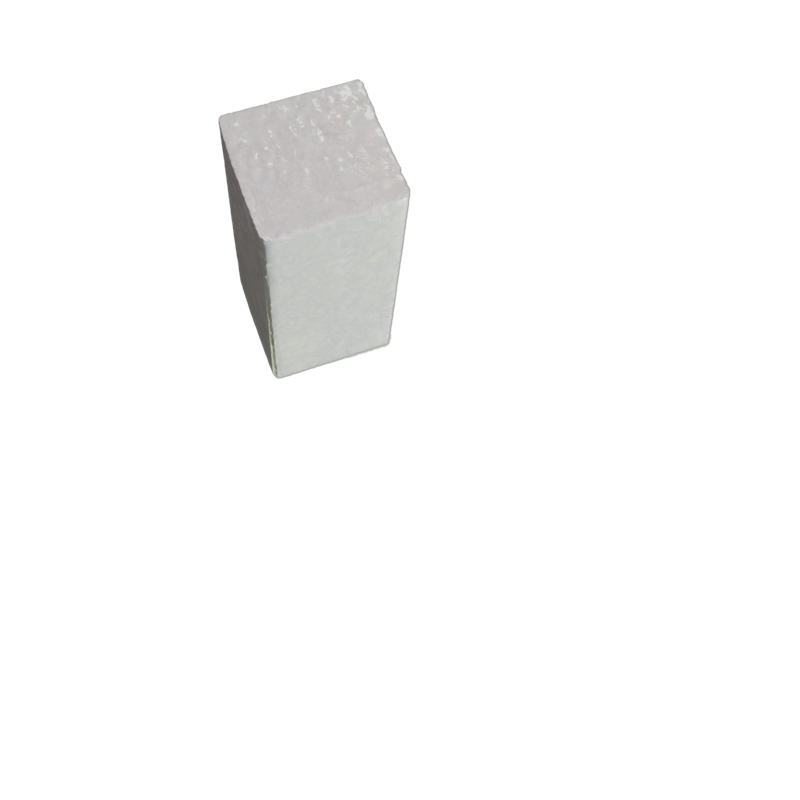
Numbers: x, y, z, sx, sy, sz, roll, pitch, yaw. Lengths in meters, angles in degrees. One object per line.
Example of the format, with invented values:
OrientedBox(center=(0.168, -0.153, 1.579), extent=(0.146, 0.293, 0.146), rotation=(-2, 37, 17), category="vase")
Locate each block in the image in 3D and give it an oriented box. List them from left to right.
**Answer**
OrientedBox(center=(-0.056, -0.102, 0.716), extent=(0.090, 0.096, 0.195), rotation=(-17, -21, -10), category="block")
